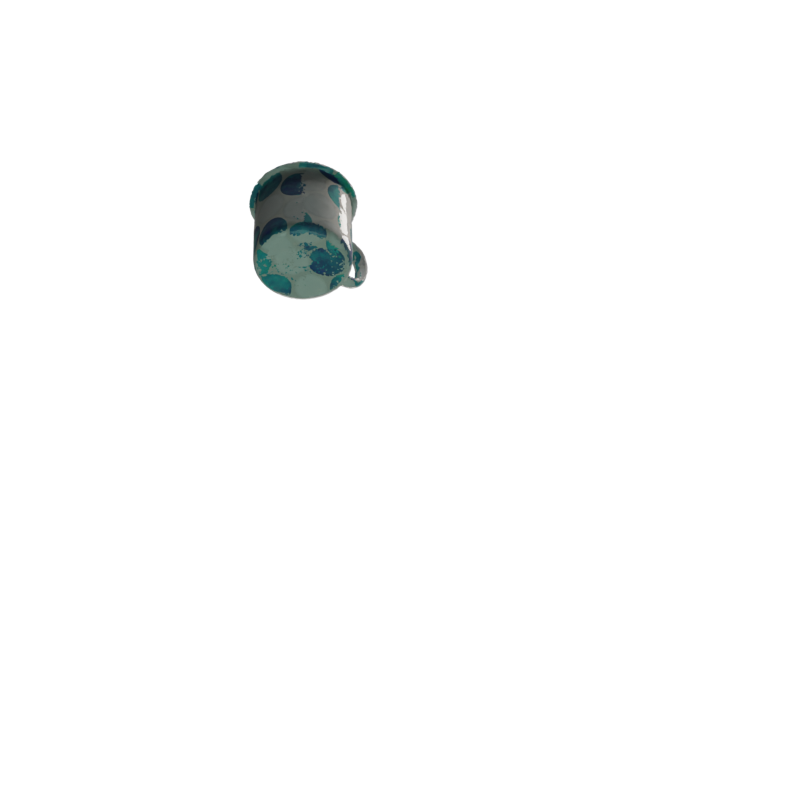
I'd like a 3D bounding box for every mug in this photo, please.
[{"bbox_3d":[-0.073,-0.133,0.933,0.092,0.087,0.110,-36,-55,28],"label":"mug"}]
